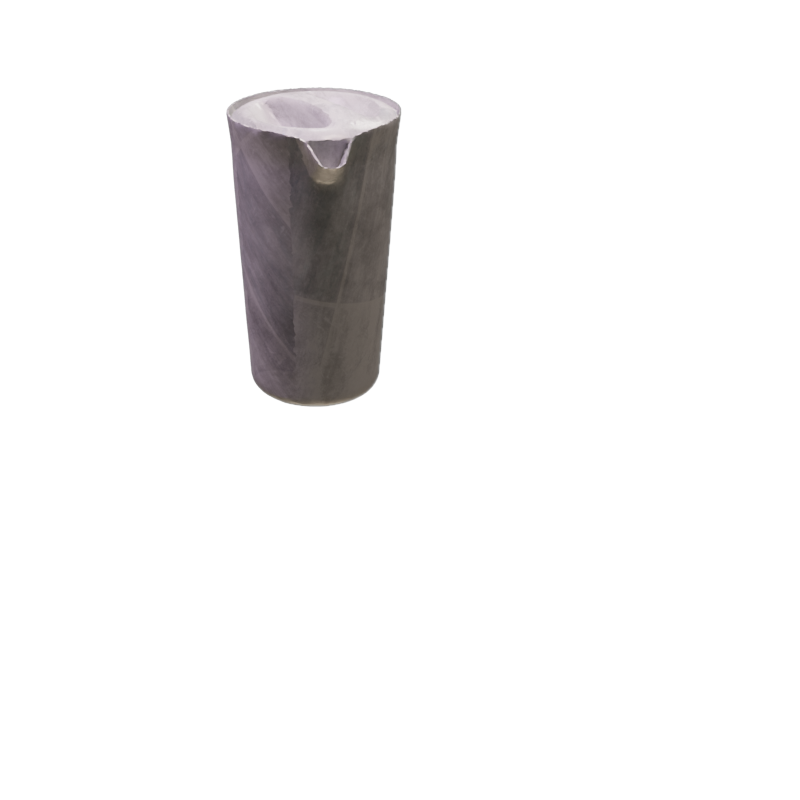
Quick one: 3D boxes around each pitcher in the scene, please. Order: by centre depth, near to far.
[{"bbox_3d":[-0.070,-0.128,0.898,0.152,0.230,0.150,16,29,28],"label":"pitcher"}]
